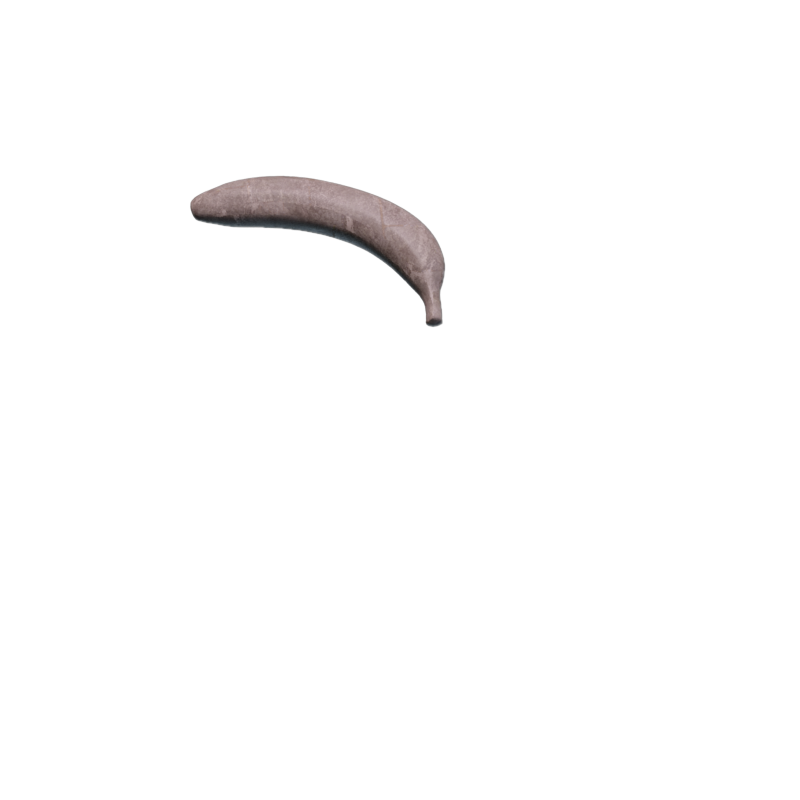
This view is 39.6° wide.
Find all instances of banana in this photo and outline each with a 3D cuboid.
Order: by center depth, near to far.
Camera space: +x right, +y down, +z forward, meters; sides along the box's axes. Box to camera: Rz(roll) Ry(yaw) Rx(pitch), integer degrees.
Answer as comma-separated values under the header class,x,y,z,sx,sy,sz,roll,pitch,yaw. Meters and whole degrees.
class,x,y,z,sx,sy,sz,roll,pitch,yaw
banana,-0.047,-0.119,0.762,0.206,0.072,0.034,24,-35,18
